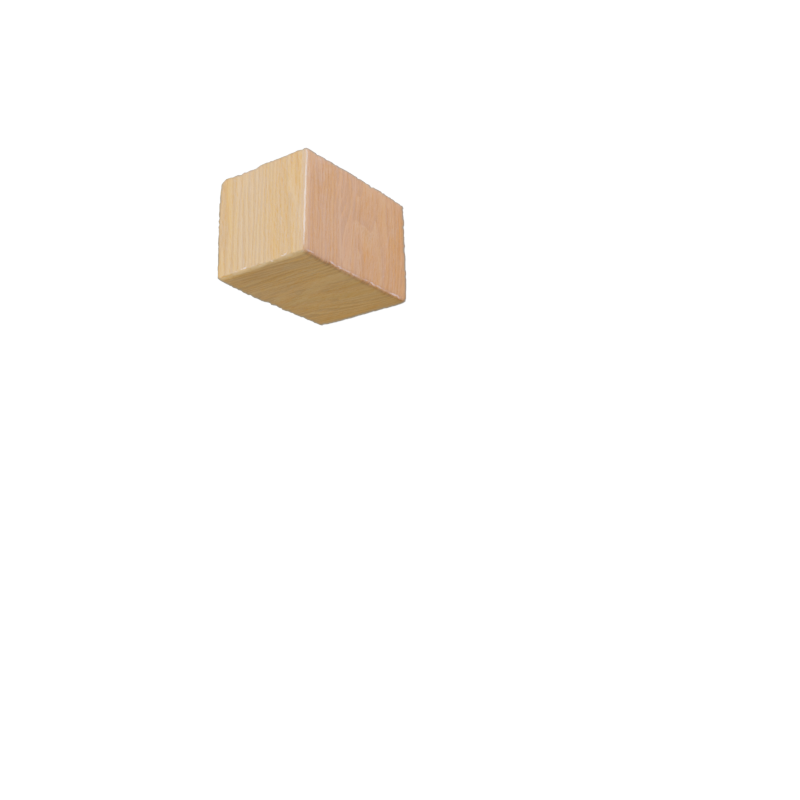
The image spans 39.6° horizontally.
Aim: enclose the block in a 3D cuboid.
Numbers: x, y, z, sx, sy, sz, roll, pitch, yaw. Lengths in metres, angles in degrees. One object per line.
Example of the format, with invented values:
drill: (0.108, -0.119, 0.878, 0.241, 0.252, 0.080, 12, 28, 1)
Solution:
block: (-0.040, -0.073, 0.514, 0.053, 0.054, 0.073, -15, -24, 34)
